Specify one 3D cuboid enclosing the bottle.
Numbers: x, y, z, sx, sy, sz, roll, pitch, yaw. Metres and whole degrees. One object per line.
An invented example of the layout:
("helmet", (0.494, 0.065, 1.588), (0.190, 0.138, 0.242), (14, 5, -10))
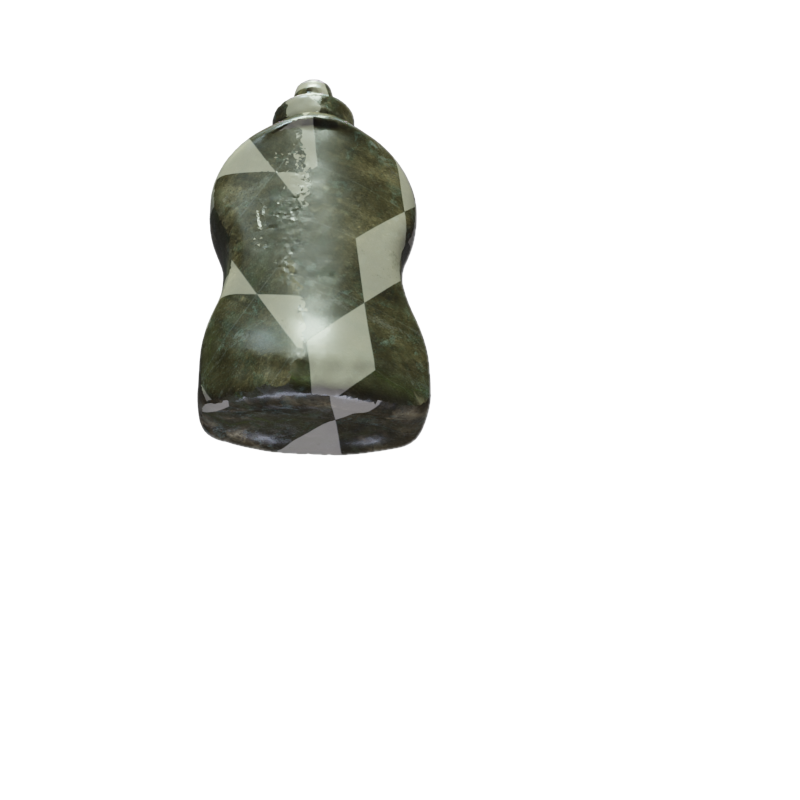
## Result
("bottle", (-0.040, -0.073, 0.509), (0.095, 0.205, 0.055), (1, -34, -5))
